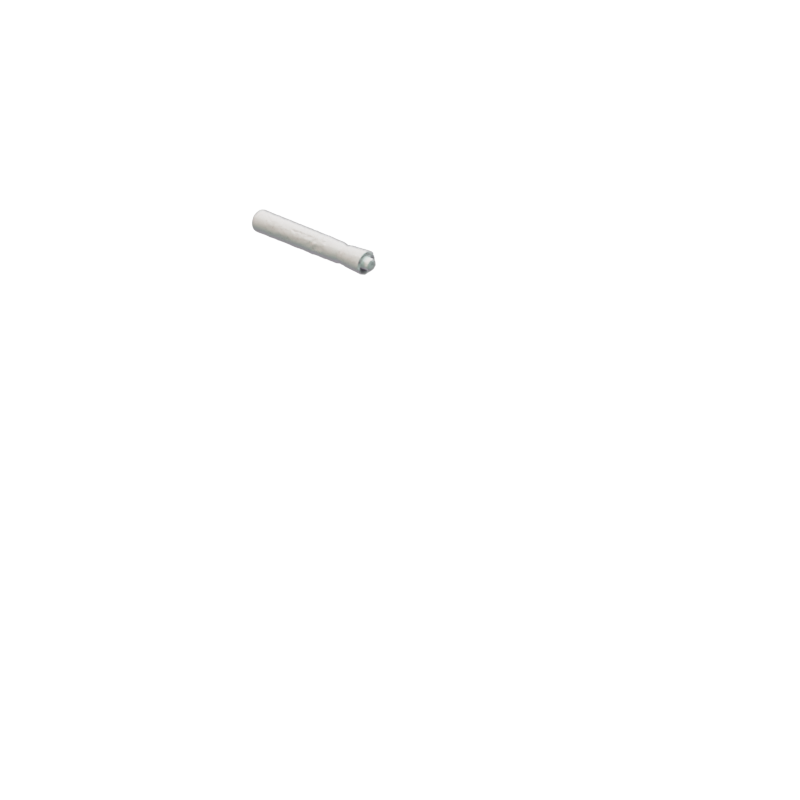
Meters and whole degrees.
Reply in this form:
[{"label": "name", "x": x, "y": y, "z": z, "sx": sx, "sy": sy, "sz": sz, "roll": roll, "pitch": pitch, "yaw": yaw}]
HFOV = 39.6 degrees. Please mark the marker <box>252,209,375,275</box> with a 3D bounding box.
[{"label": "marker", "x": -0.066, "y": -0.121, "z": 0.850, "sx": 0.129, "sy": 0.019, "sz": 0.019, "roll": 26, "pitch": 20, "yaw": 38}]
